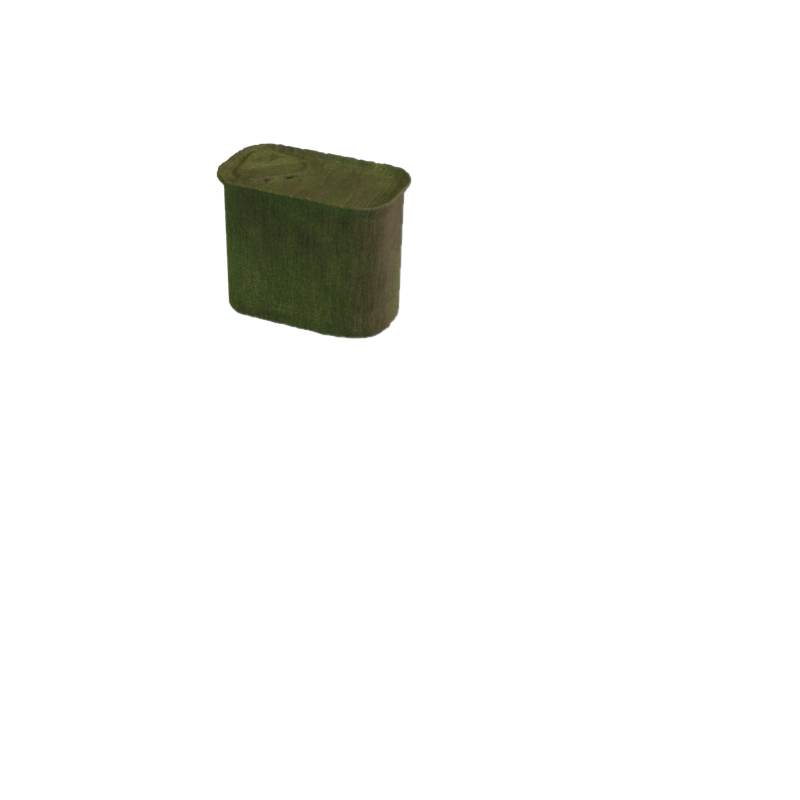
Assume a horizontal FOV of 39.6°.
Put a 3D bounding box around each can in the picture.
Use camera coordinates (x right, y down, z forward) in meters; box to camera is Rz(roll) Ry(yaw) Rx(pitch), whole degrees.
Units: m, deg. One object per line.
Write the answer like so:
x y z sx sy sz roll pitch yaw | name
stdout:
-0.048 -0.087 0.610 0.106 0.079 0.059 14 34 20 | can
